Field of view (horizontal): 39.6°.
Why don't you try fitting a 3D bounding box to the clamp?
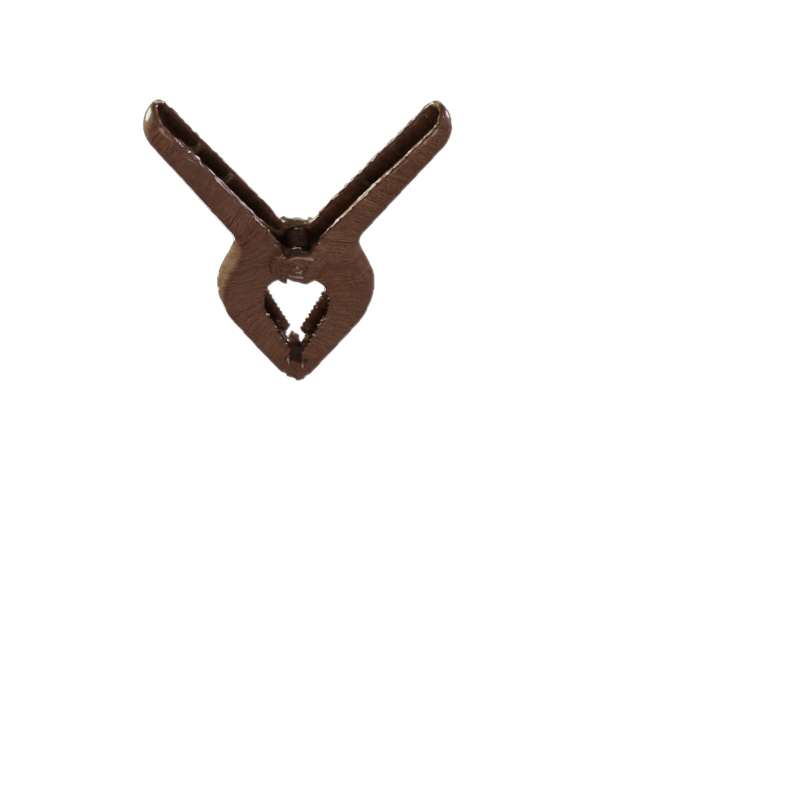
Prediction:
[{"bbox_3d":[-0.051,-0.093,0.649,0.165,0.039,0.195,-3,-45,3],"label":"clamp"}]
